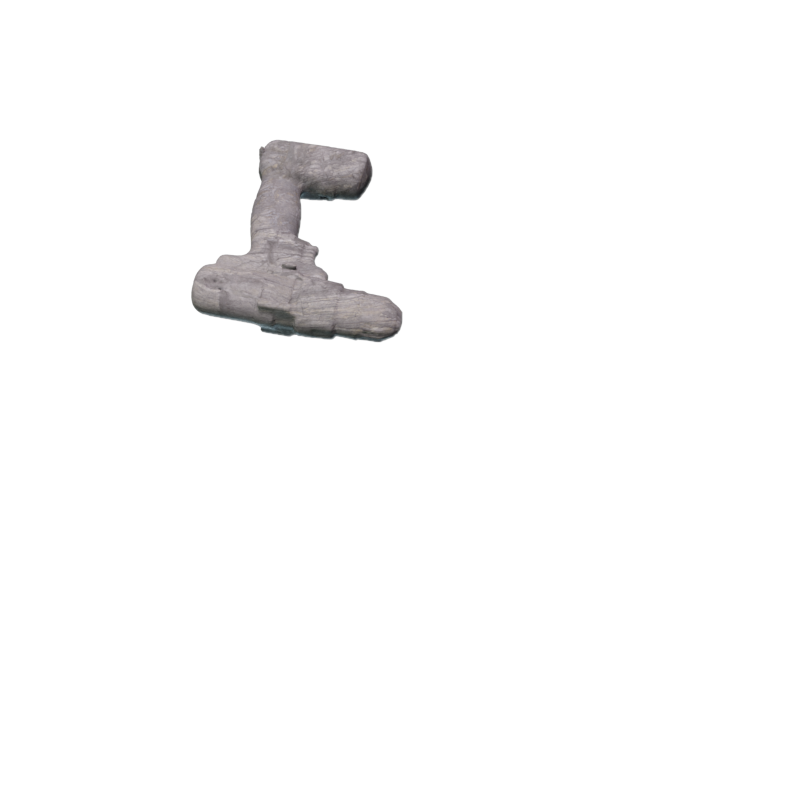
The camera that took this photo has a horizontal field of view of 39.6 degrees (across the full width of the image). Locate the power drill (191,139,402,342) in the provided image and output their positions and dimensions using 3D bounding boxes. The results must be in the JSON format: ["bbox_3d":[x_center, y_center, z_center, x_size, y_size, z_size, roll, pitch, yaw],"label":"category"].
[{"bbox_3d":[-0.078,-0.142,0.993,0.186,0.198,0.054,9,-33,6],"label":"power drill"}]
